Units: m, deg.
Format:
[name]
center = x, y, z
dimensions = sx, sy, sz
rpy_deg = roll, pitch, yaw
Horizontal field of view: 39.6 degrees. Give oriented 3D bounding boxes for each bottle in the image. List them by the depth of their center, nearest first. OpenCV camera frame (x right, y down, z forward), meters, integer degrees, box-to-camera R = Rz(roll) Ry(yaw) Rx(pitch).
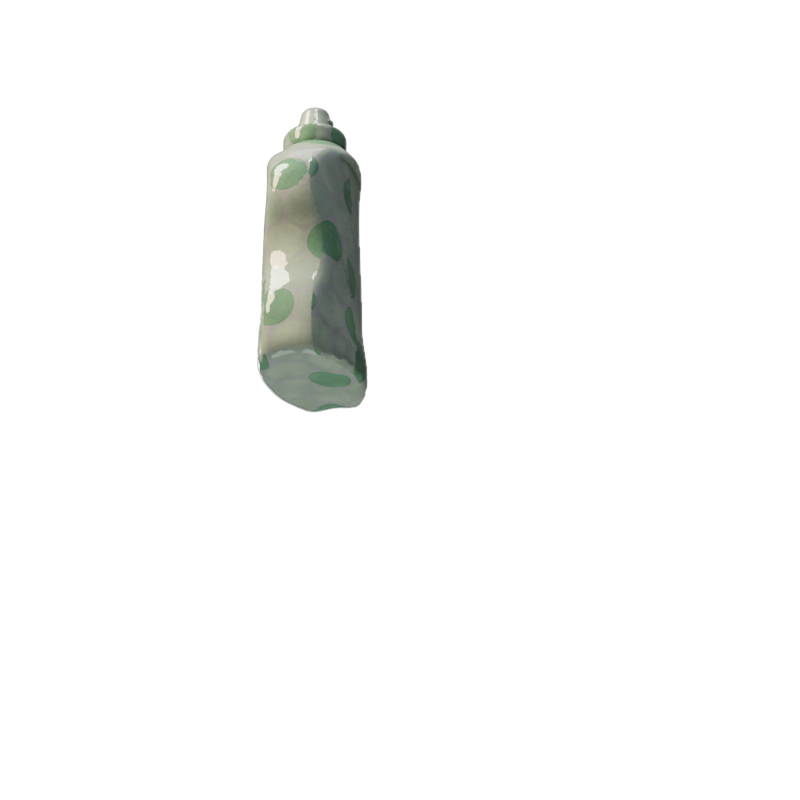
[bottle]
center = -0.053, -0.097, 0.680
dimensions = 0.059, 0.203, 0.089
rpy_deg = -10, -28, 14
